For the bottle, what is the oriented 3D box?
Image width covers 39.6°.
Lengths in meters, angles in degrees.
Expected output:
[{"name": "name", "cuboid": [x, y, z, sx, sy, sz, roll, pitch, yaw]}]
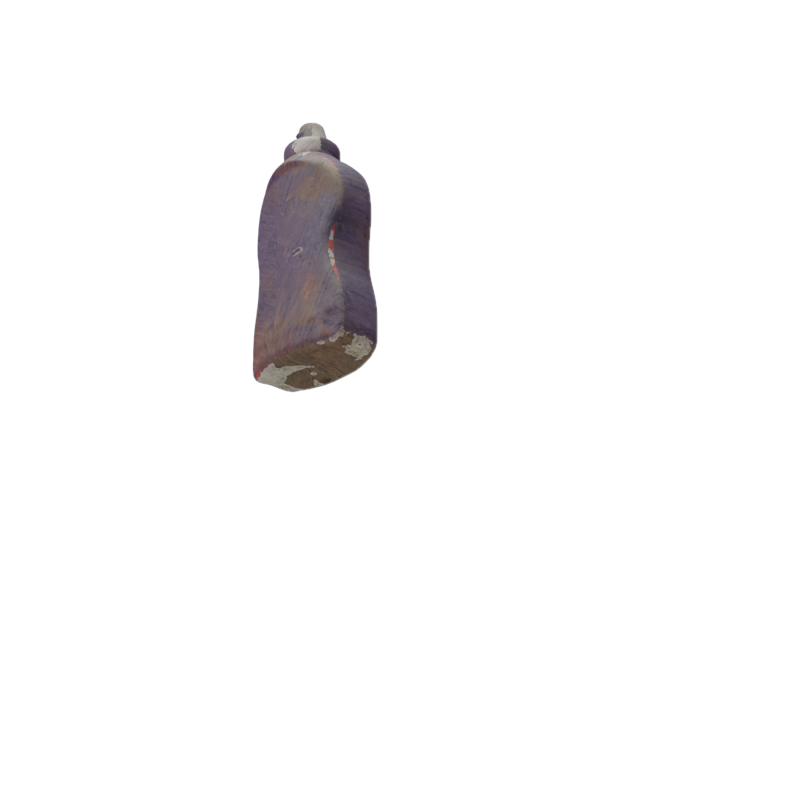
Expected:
[{"name": "bottle", "cuboid": [-0.060, -0.109, 0.764, 0.055, 0.204, 0.096, 21, -35, -35]}]
